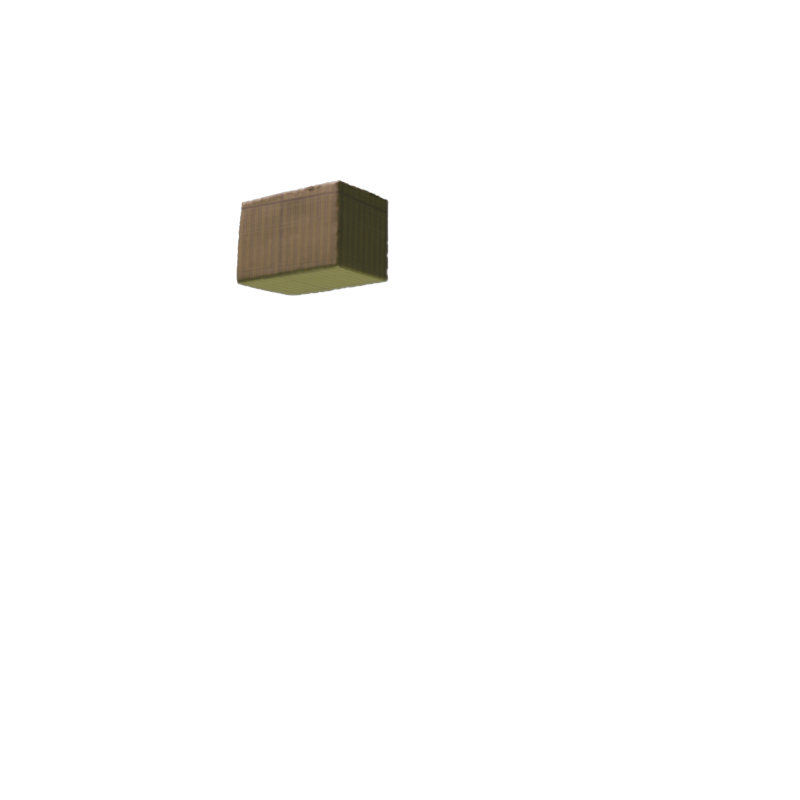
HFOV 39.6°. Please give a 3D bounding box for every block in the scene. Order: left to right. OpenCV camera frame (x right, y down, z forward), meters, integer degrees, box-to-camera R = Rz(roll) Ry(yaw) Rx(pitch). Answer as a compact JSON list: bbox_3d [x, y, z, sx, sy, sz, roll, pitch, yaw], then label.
[{"bbox_3d":[-0.052,-0.095,0.666,0.080,0.053,0.050,-6,-12,35],"label":"block"}]
